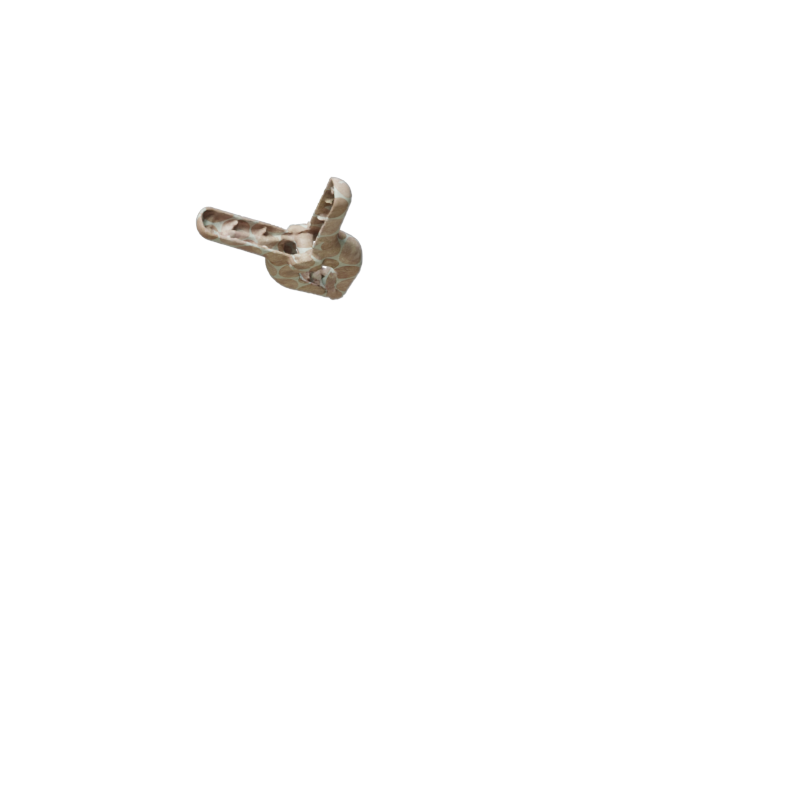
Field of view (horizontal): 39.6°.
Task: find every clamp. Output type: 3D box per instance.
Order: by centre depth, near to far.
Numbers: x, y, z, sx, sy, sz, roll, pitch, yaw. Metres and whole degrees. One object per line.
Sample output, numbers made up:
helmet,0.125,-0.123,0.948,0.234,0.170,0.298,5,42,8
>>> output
clamp,-0.068,-0.125,0.874,0.122,0.041,0.161,-7,-17,25
